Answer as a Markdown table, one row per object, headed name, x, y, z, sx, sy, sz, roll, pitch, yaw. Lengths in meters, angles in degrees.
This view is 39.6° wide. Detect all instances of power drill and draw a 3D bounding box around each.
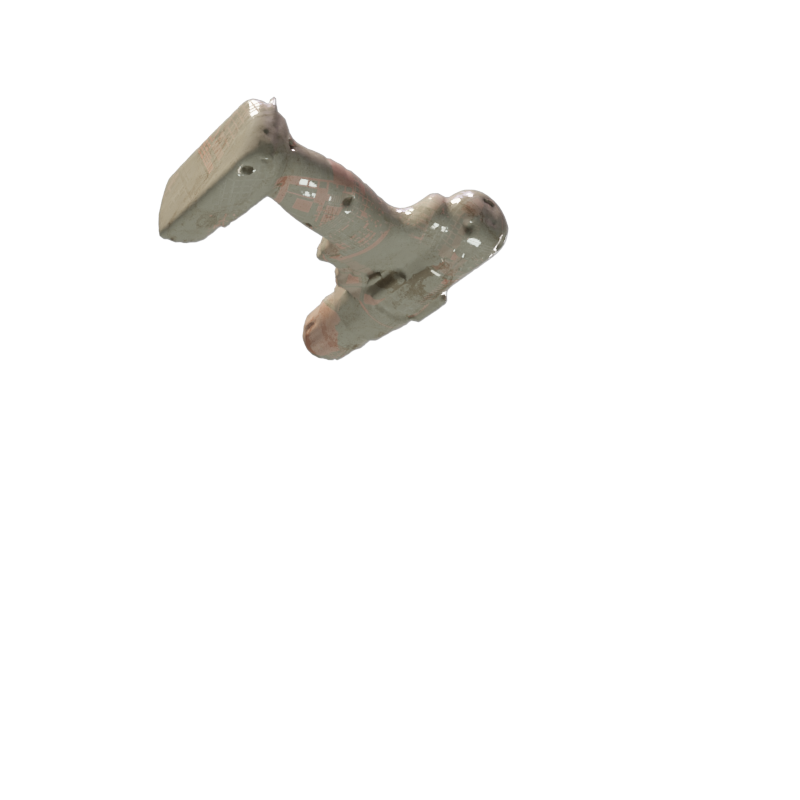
| name | x | y | z | sx | sy | sz | roll | pitch | yaw |
| --- | --- | --- | --- | --- | --- | --- | --- | --- | --- |
| power drill | -0.055 | -0.101 | 0.704 | 0.177 | 0.061 | 0.182 | 24 | -42 | -30 |
